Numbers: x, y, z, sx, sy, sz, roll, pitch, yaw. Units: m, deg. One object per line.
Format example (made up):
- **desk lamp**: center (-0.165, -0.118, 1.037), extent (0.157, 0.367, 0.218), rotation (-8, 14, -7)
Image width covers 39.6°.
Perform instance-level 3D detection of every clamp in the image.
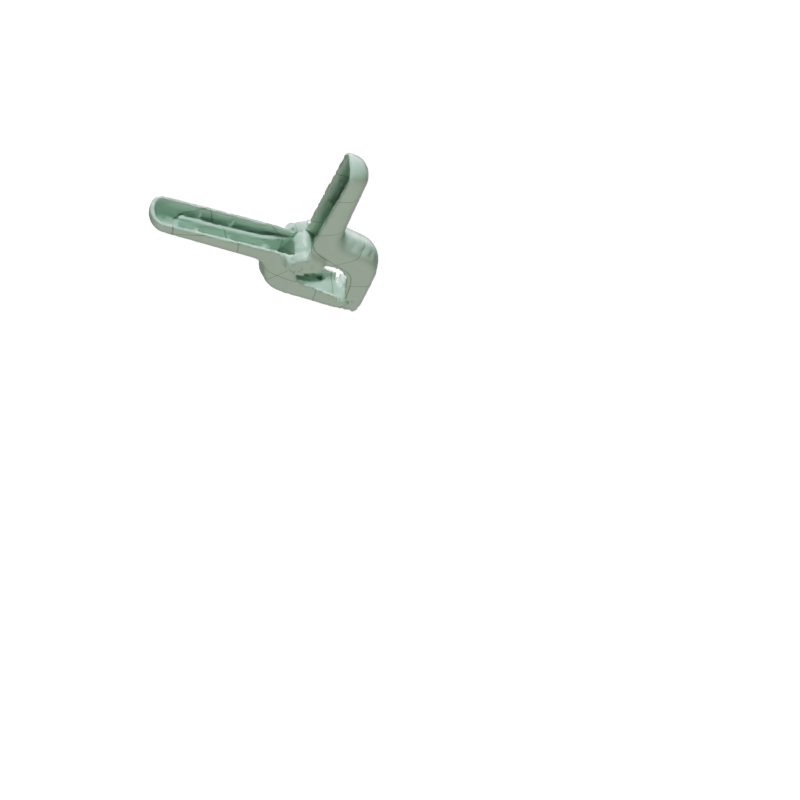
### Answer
- **clamp**: center (-0.066, -0.120, 0.840), extent (0.167, 0.038, 0.196), rotation (-10, -23, 25)
